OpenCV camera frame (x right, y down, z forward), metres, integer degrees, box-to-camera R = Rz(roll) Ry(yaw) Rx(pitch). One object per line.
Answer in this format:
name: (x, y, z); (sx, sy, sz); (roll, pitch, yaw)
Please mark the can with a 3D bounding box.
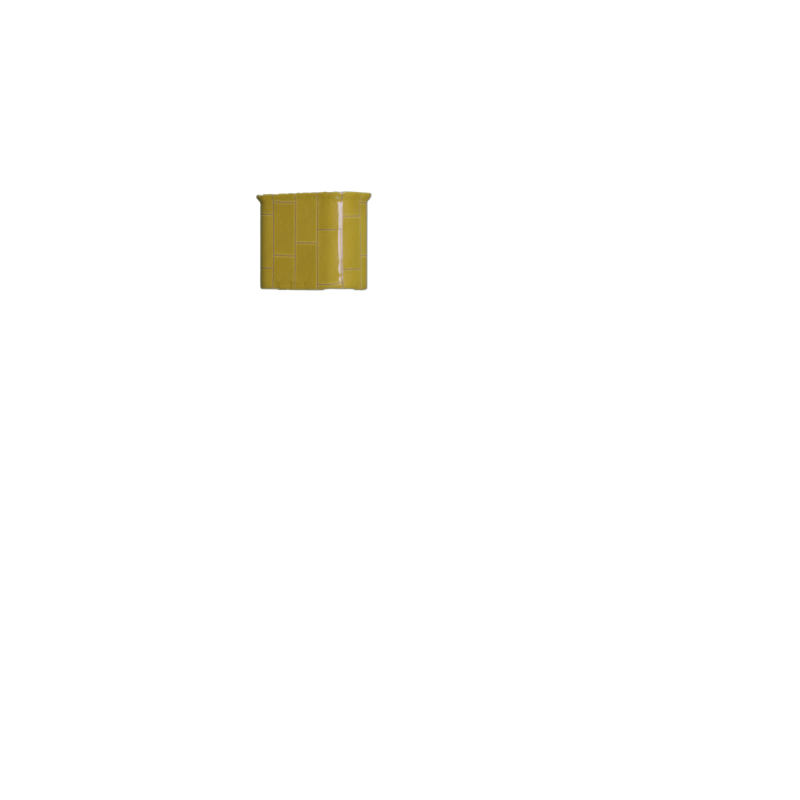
can: (-0.076, -0.138, 0.968); (0.106, 0.084, 0.055); (3, 3, 33)
